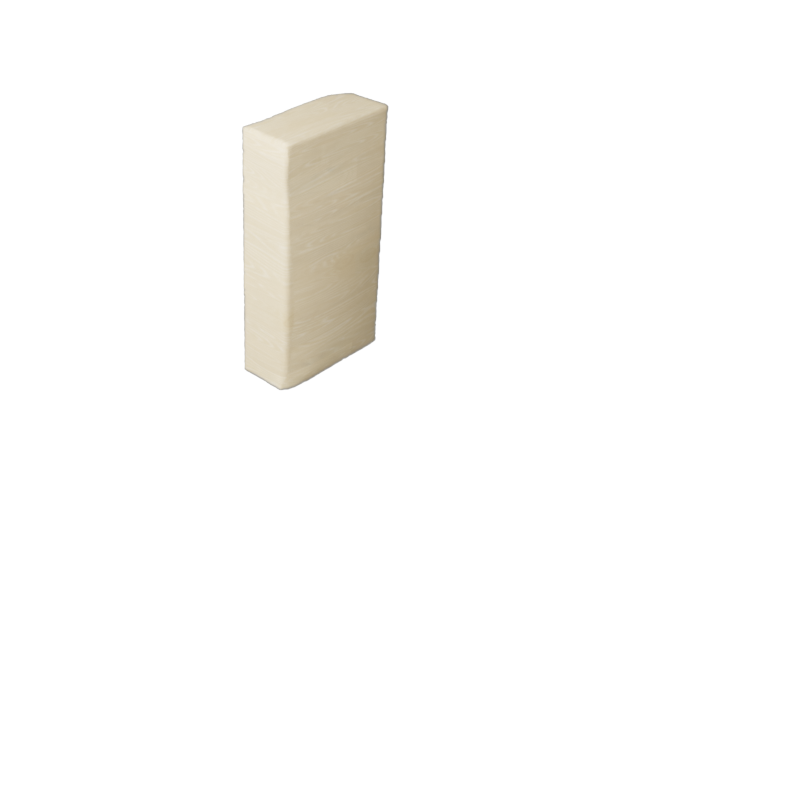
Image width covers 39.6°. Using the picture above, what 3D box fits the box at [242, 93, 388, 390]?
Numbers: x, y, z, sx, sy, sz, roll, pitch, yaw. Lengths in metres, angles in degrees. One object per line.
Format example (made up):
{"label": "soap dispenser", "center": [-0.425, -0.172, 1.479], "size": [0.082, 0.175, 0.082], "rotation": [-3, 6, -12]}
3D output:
{"label": "box", "center": [-0.056, -0.102, 0.710], "size": [0.051, 0.166, 0.093], "rotation": [24, 36, 34]}
